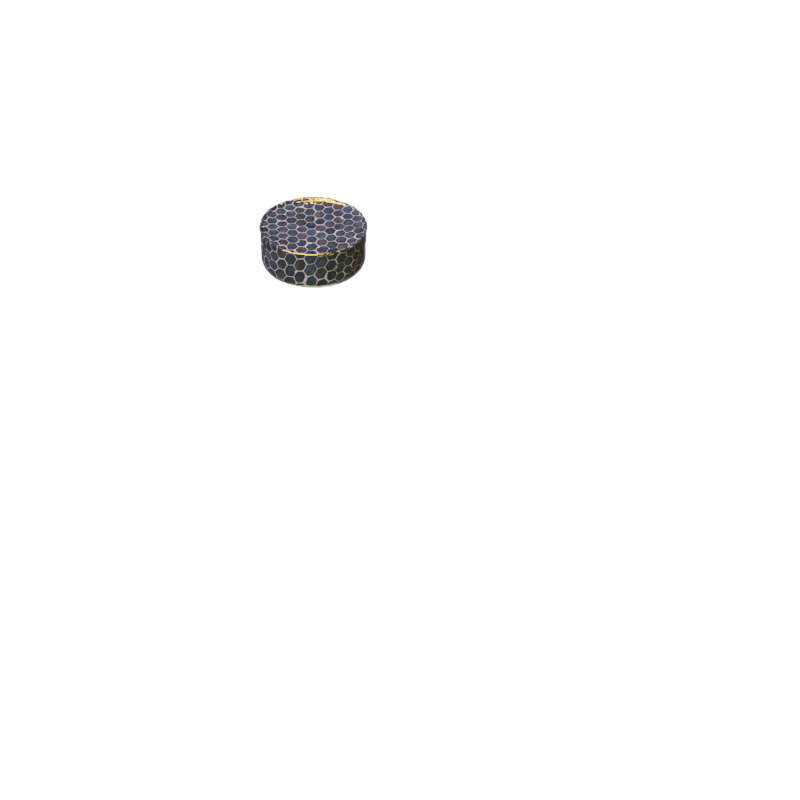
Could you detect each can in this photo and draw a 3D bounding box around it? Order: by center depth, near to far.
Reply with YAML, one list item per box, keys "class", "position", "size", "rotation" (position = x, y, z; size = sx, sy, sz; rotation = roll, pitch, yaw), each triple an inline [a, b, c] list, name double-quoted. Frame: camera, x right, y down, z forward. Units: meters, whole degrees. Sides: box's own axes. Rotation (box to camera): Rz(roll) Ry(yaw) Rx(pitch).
- class: "can"
  position: [-0.070, -0.127, 0.889]
  size: [0.086, 0.031, 0.092]
  rotation: [-1, 38, -2]
